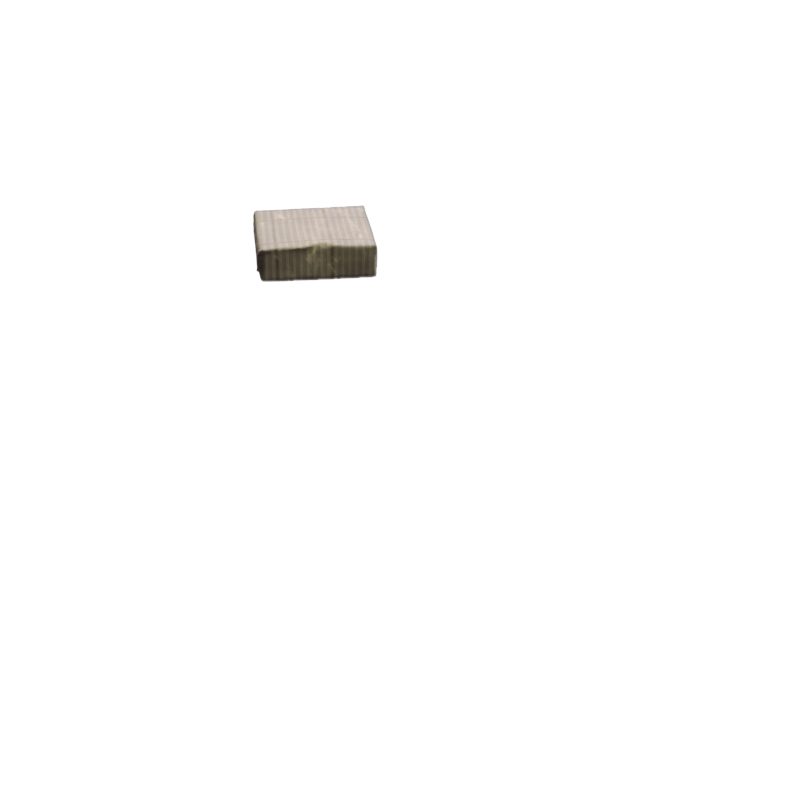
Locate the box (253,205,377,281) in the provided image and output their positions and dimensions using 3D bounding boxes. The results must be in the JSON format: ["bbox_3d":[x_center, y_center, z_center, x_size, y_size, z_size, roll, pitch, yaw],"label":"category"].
[{"bbox_3d":[-0.066,-0.120,0.843,0.089,0.028,0.078,-3,31,-6],"label":"box"}]
